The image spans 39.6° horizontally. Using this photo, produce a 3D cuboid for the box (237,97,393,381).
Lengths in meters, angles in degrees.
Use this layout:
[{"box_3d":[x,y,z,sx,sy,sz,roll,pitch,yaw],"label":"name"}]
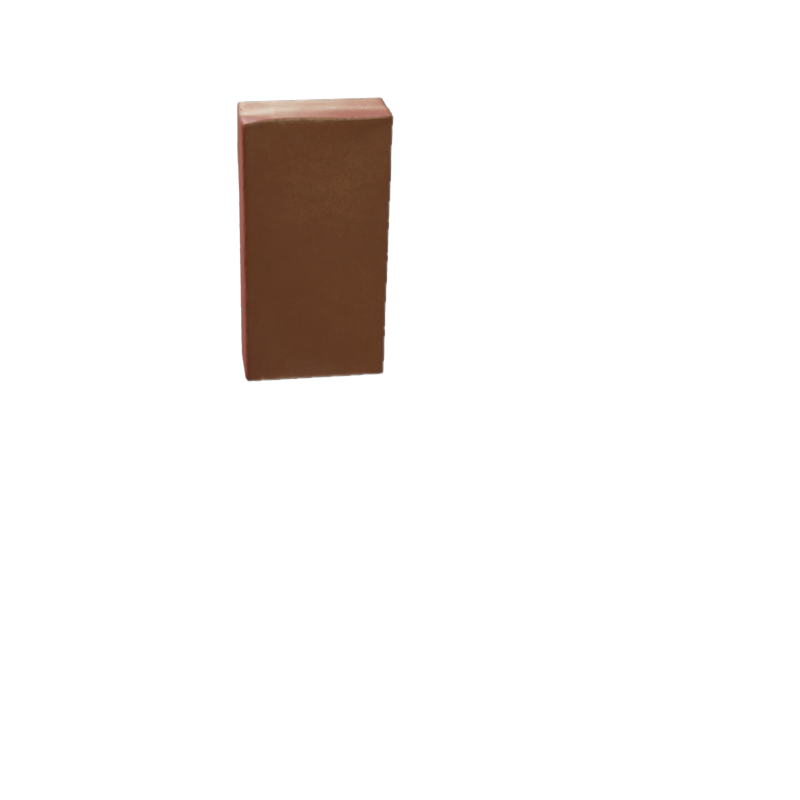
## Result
[{"box_3d":[-0.055,-0.099,0.697,0.092,0.166,0.051,-3,28,-9],"label":"box"}]
